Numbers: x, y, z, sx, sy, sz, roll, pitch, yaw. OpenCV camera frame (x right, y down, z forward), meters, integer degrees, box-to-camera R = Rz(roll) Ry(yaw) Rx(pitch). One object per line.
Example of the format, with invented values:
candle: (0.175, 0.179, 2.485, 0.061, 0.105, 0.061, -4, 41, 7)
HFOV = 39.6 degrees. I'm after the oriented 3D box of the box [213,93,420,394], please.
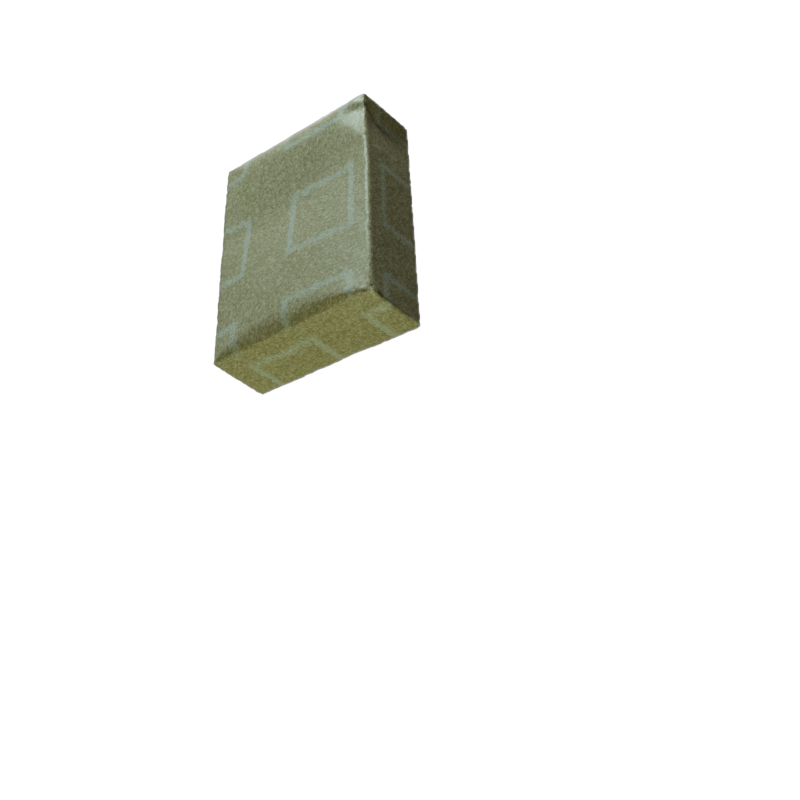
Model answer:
box: (-0.073, -0.133, 0.934, 0.165, 0.229, 0.067, -24, -40, 28)
